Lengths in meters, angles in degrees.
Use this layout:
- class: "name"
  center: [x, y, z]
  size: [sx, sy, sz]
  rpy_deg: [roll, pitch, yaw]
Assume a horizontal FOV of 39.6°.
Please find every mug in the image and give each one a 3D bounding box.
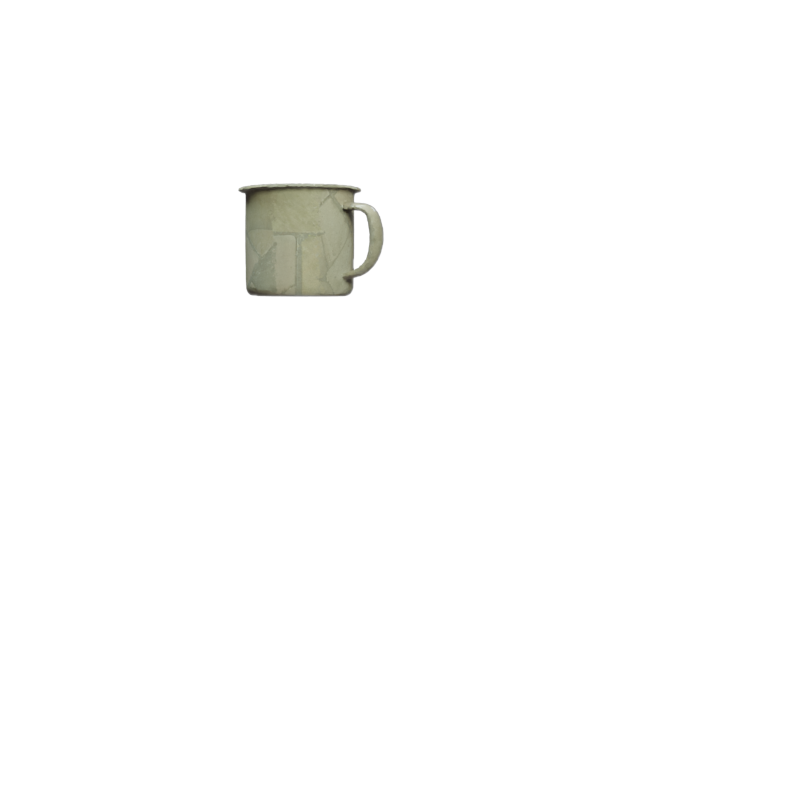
- class: "mug"
  center: [-0.065, -0.119, 0.830]
  size: [0.121, 0.082, 0.090]
  rpy_deg: [2, 3, 28]
